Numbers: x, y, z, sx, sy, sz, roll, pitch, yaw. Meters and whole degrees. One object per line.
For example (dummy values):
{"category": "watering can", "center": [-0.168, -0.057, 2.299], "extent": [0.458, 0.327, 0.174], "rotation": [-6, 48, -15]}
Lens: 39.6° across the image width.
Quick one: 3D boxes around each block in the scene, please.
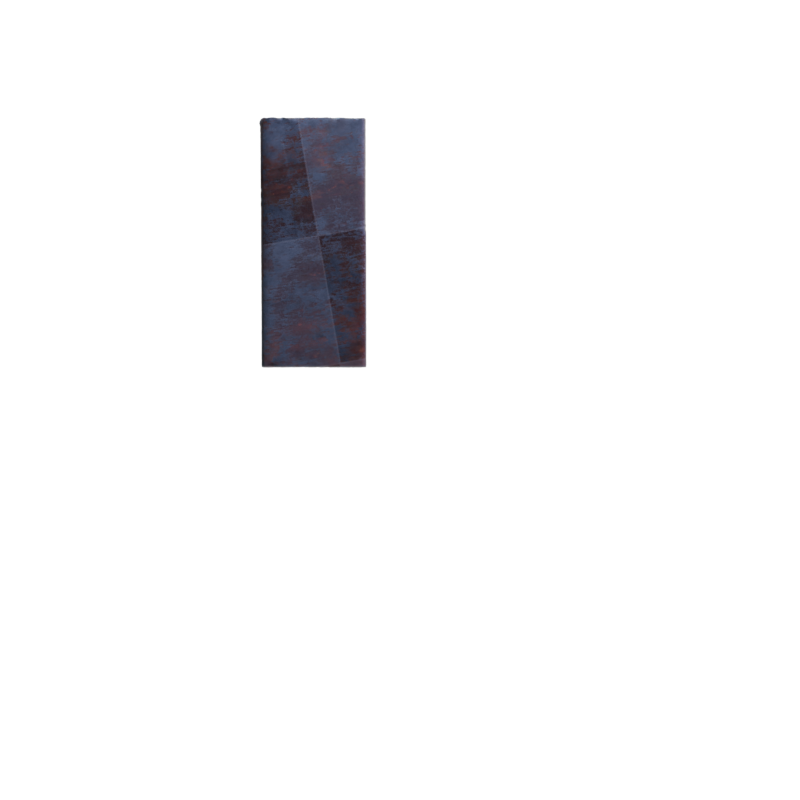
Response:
{"category": "block", "center": [-0.076, -0.137, 0.958], "extent": [0.090, 0.205, 0.091], "rotation": [0, 2, -4]}
